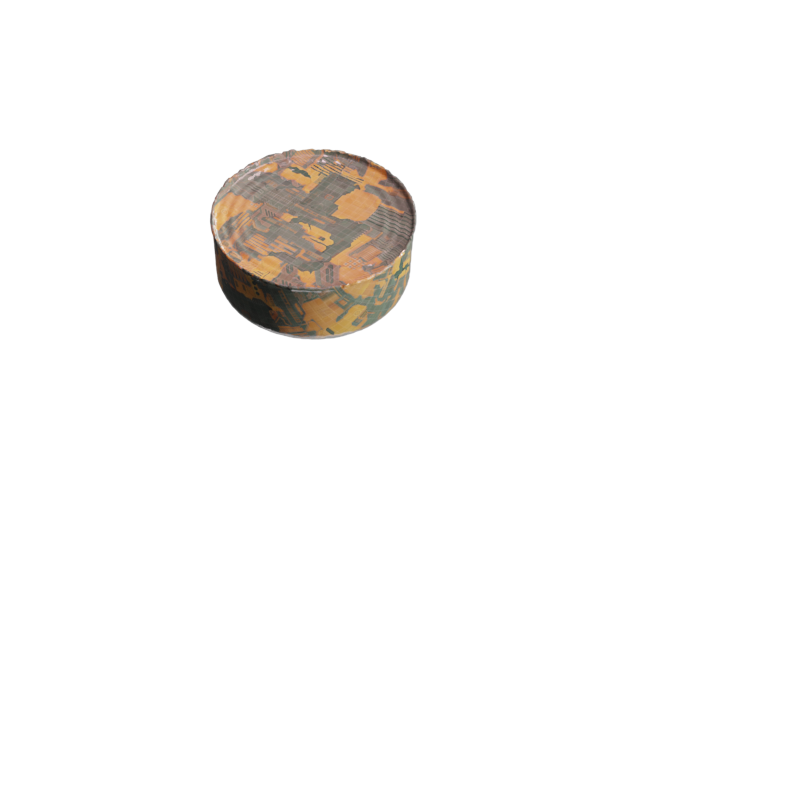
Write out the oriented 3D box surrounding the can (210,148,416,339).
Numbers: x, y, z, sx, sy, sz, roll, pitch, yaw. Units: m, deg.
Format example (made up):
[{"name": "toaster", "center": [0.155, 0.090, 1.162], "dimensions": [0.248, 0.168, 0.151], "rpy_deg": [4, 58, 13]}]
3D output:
[{"name": "can", "center": [-0.037, -0.067, 0.472], "dimensions": [0.086, 0.092, 0.031], "rpy_deg": [-1, -42, -1]}]
